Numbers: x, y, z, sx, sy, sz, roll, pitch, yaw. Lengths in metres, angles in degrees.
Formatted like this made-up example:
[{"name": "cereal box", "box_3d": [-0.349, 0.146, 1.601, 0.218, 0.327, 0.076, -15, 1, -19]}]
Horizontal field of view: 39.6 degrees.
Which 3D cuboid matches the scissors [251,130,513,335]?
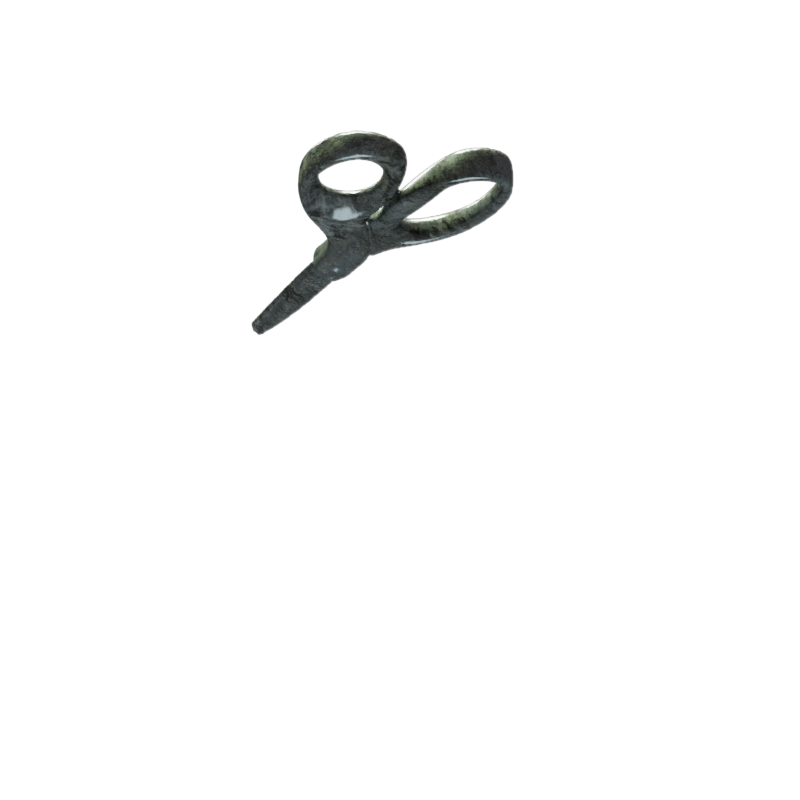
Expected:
[{"name": "scissors", "box_3d": [-0.039, -0.072, 0.504, 0.091, 0.017, 0.203, 19, -28, -40]}]
